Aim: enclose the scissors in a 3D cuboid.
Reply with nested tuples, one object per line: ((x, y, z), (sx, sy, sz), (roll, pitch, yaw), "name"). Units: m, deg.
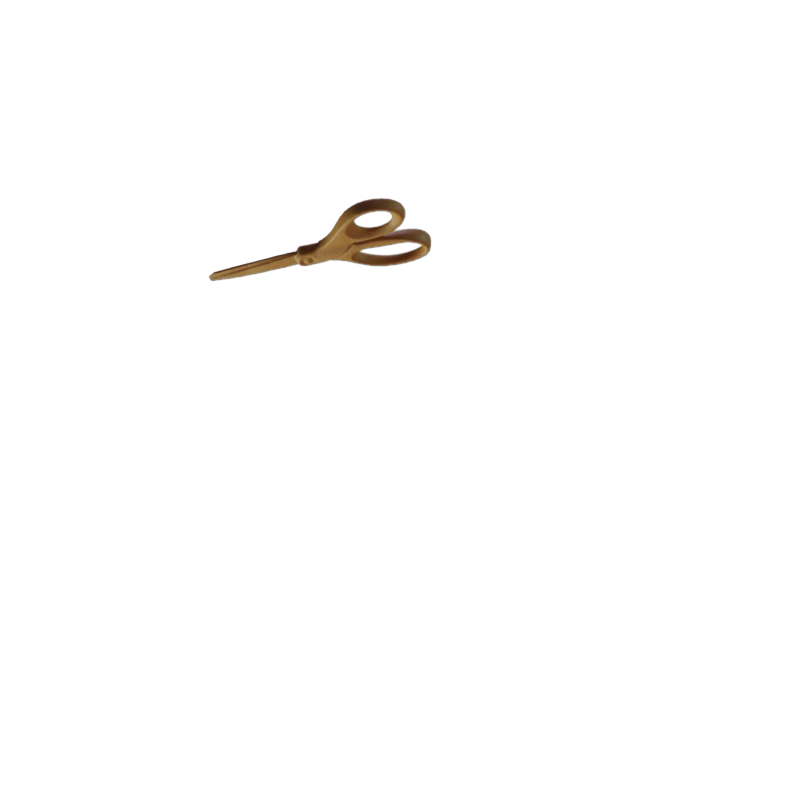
((-0.075, -0.137, 0.957), (0.203, 0.017, 0.089), (-3, -30, 5), "scissors")
